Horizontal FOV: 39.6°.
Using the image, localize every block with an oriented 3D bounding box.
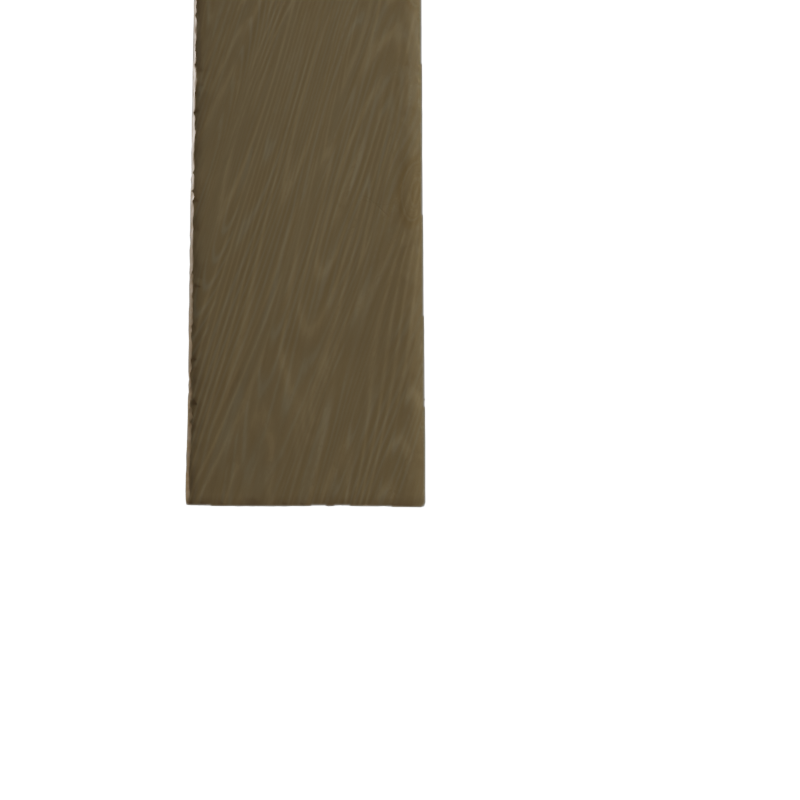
[{"bbox_3d":[-0.035,-0.066,0.459,0.090,0.210,0.089,-1,-6,2],"label":"block"}]
